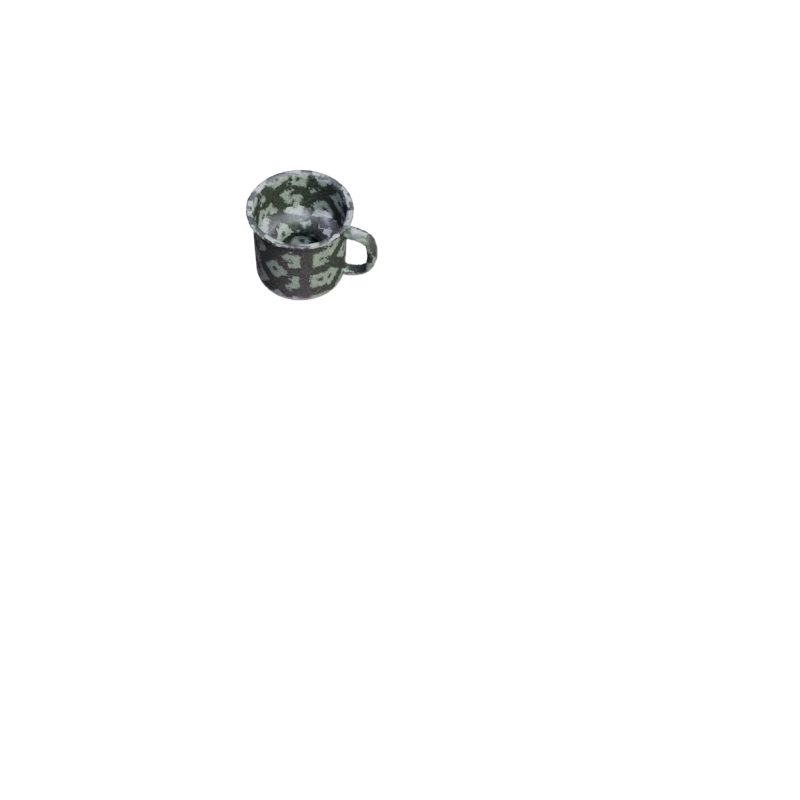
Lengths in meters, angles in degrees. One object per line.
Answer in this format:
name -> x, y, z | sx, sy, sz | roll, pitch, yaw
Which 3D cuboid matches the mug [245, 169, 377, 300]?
mug -> -0.077, -0.140, 0.978 | 0.119, 0.098, 0.076 | 13, -37, 8
